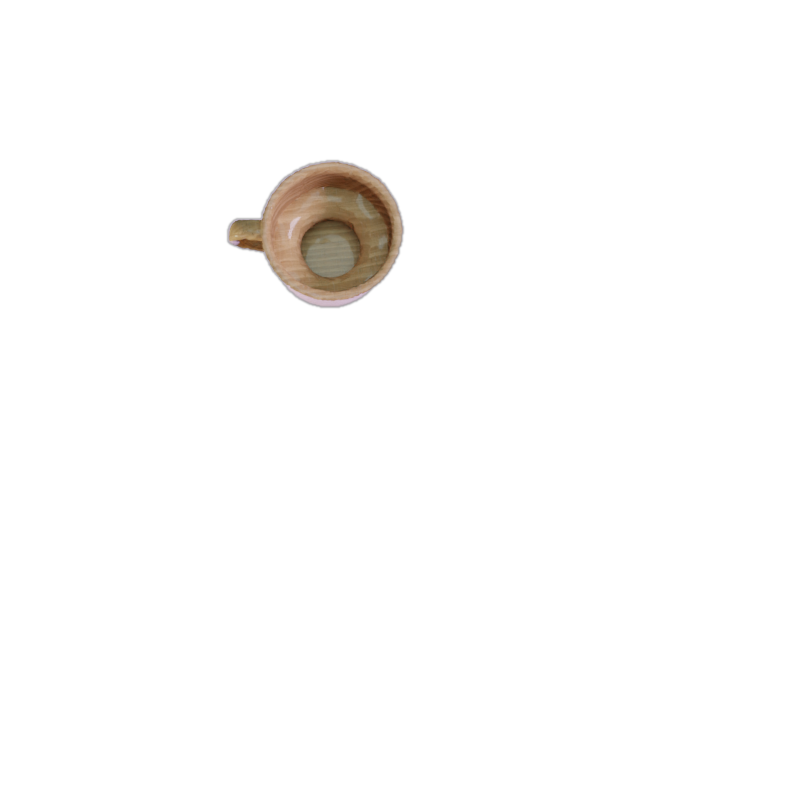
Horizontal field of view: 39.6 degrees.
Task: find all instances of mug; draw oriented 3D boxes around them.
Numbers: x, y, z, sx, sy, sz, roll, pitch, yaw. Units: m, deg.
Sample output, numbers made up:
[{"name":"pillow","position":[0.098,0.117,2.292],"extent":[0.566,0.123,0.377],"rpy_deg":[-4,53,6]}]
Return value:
[{"name":"mug","position":[-0.060,-0.109,0.762],"extent":[0.117,0.096,0.080],"rpy_deg":[1,-8,-1]}]
